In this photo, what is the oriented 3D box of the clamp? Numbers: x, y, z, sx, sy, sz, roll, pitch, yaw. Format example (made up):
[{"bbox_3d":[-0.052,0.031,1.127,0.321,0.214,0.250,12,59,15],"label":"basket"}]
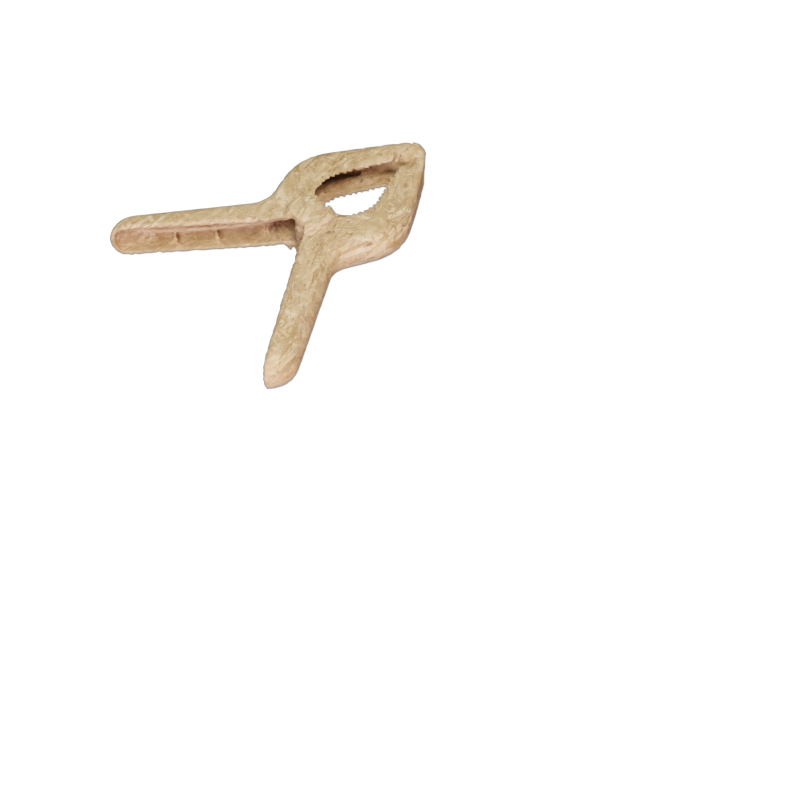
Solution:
[{"bbox_3d":[-0.055,-0.100,0.701,0.210,0.034,0.177,-29,55,-23],"label":"clamp"}]
